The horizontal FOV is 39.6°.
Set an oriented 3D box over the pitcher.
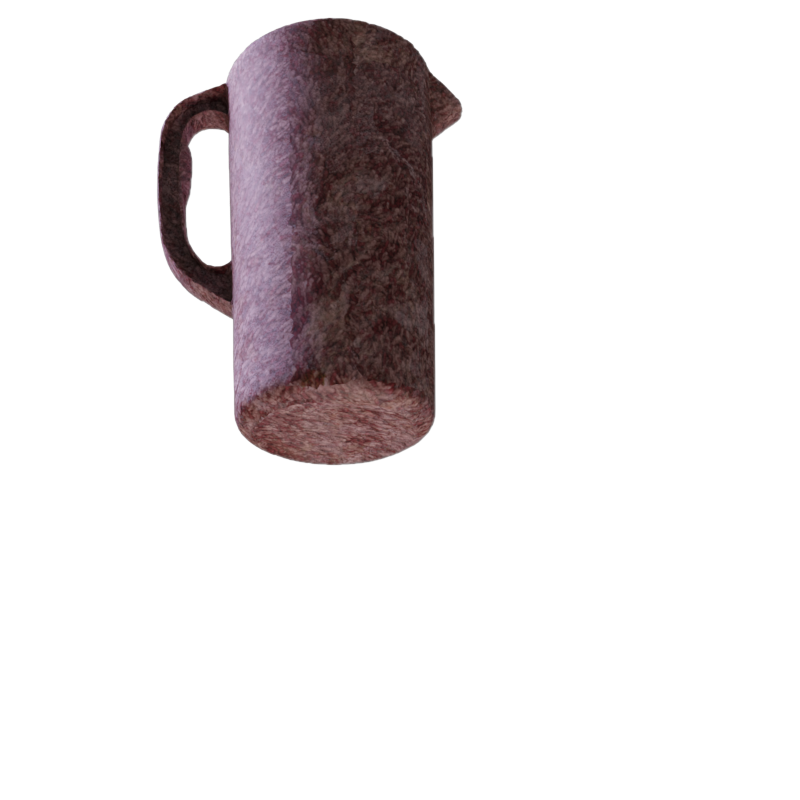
[{"bbox_3d":[-0.051,-0.093,0.651,0.150,0.259,0.136,-25,-37,35],"label":"pitcher"}]
